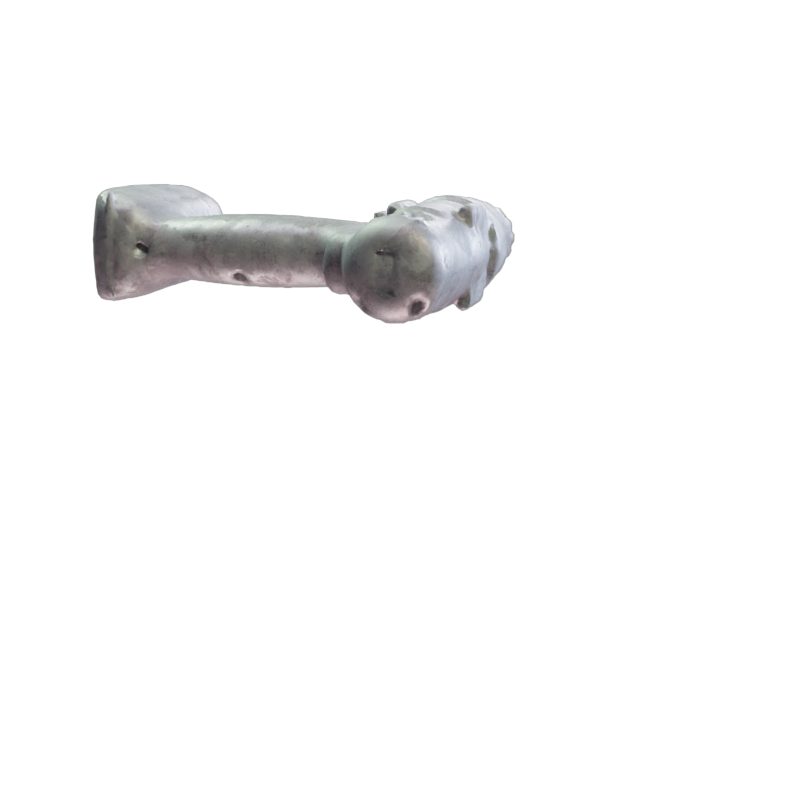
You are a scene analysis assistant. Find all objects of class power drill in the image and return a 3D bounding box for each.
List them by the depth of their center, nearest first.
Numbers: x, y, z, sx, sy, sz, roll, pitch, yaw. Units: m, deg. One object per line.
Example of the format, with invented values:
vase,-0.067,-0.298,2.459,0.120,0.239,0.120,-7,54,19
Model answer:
power drill,-0.044,-0.080,0.560,0.193,0.056,0.183,4,12,19
